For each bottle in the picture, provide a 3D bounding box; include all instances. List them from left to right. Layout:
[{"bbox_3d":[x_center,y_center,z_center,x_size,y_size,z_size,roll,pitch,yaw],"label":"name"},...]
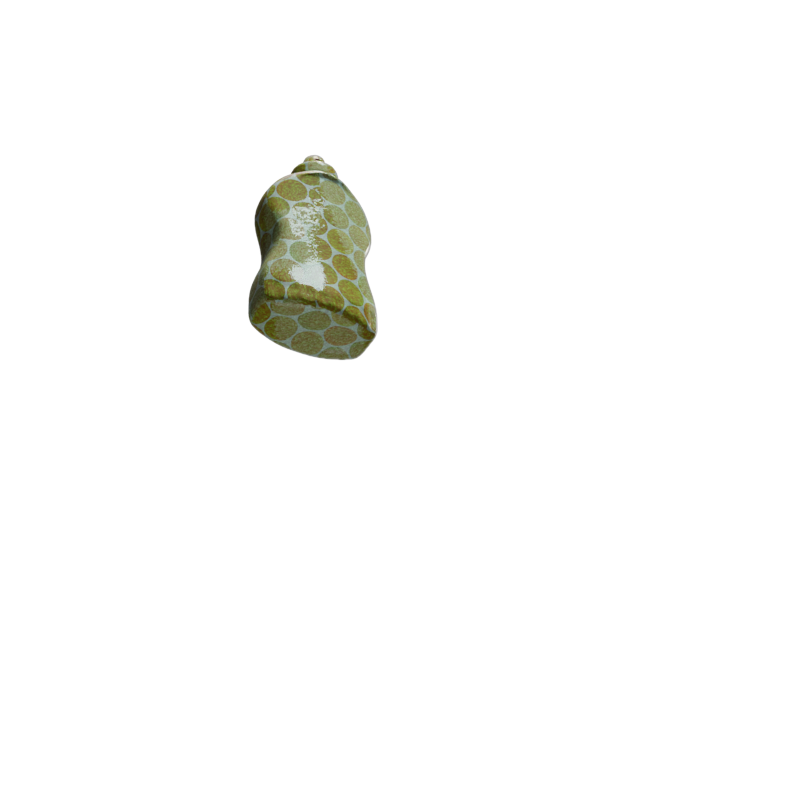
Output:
[{"bbox_3d":[-0.068,-0.126,0.877,0.093,0.206,0.056,16,-45,-20],"label":"bottle"}]
